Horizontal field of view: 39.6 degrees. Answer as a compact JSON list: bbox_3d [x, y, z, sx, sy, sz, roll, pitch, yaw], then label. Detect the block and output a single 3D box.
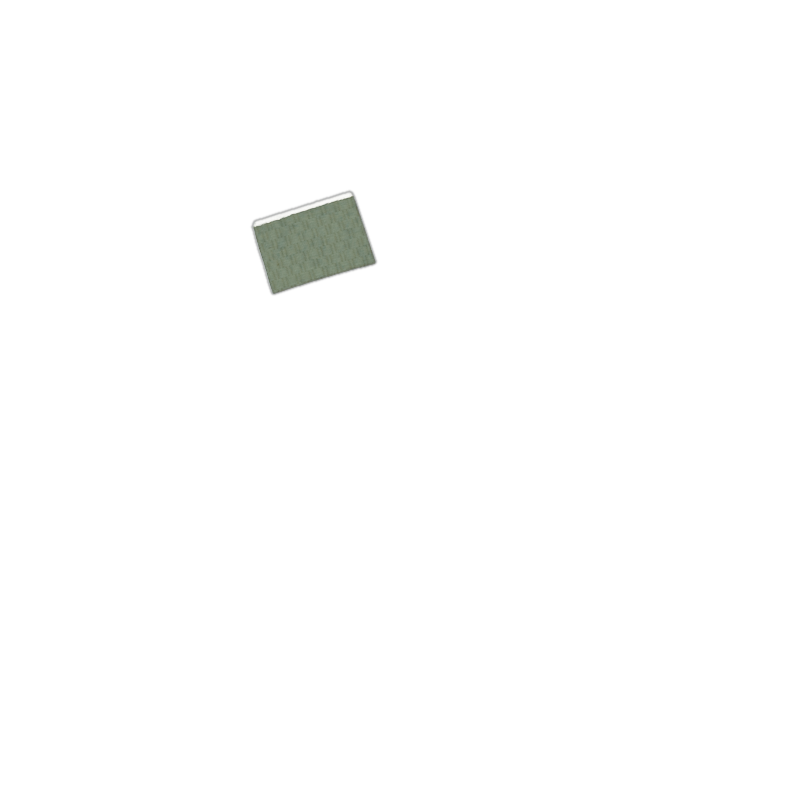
[{"bbox_3d":[-0.063,-0.114,0.800,0.078,0.052,0.052,-16,10,1],"label":"block"}]
